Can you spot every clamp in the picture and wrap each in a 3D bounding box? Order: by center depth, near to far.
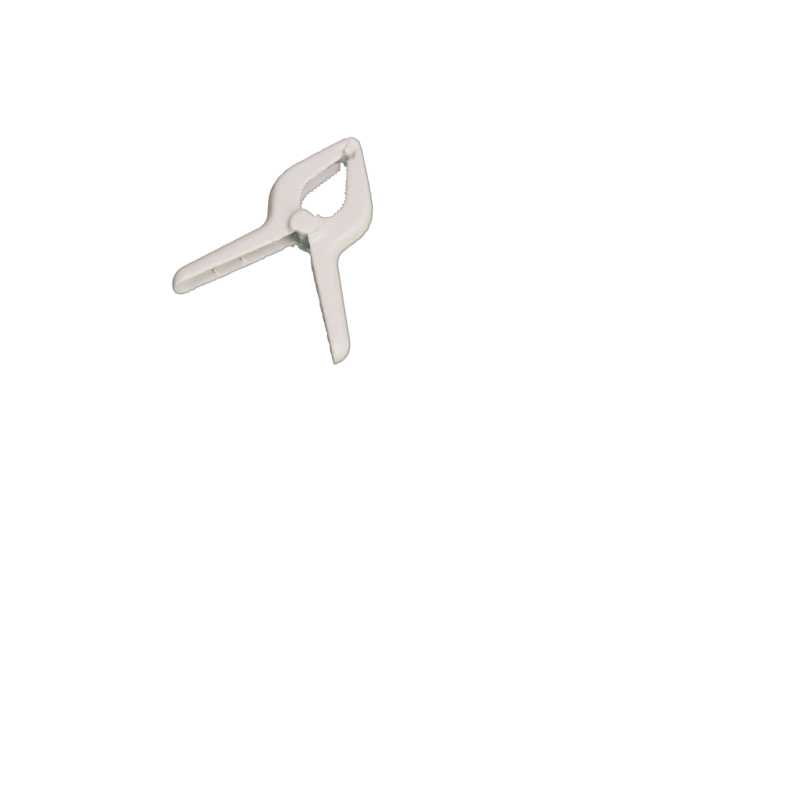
[{"bbox_3d":[-0.076,-0.139,0.971,0.170,0.215,0.034,29,-23,13],"label":"clamp"}]
